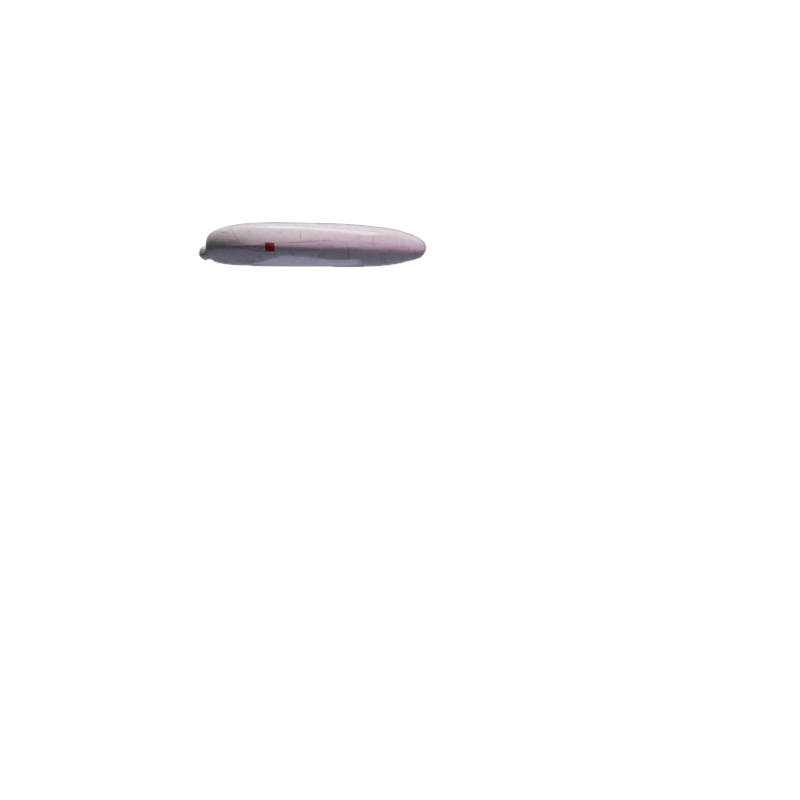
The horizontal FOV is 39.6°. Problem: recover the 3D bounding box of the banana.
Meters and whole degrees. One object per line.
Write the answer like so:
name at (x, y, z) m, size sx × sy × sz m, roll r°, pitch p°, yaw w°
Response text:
banana at (-0.079, -0.130, 0.924) m, size 0.200 × 0.036 × 0.070 m, roll 2°, pitch 11°, yaw 9°
